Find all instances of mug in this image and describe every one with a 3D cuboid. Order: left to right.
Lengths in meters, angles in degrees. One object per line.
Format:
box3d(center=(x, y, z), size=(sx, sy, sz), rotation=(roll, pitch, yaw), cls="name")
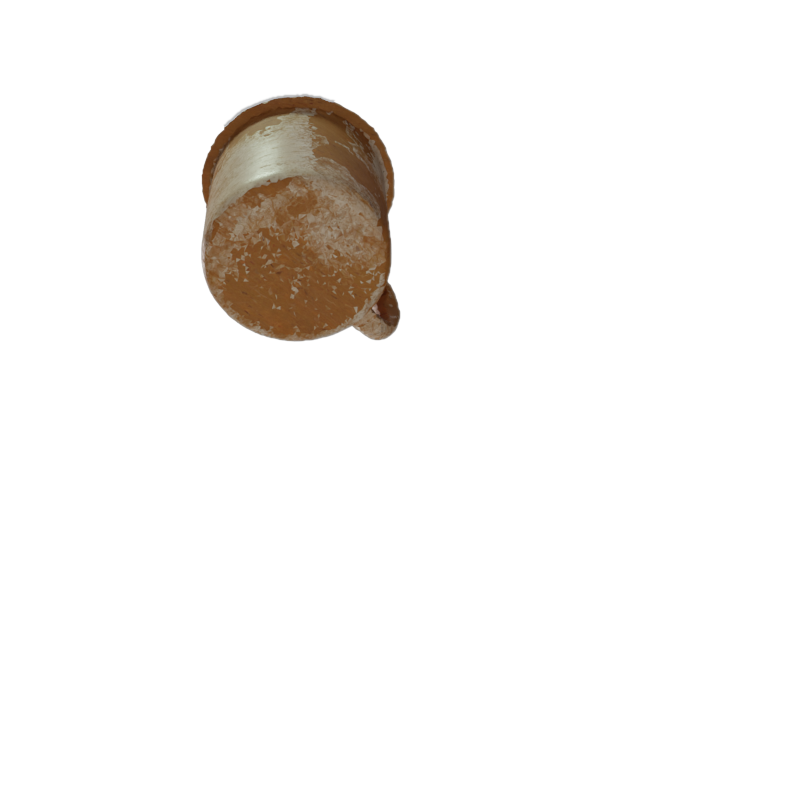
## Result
box3d(center=(-0.040, -0.072, 0.505), size=(0.093, 0.111, 0.087), rotation=(-32, 26, 16), cls="mug")
